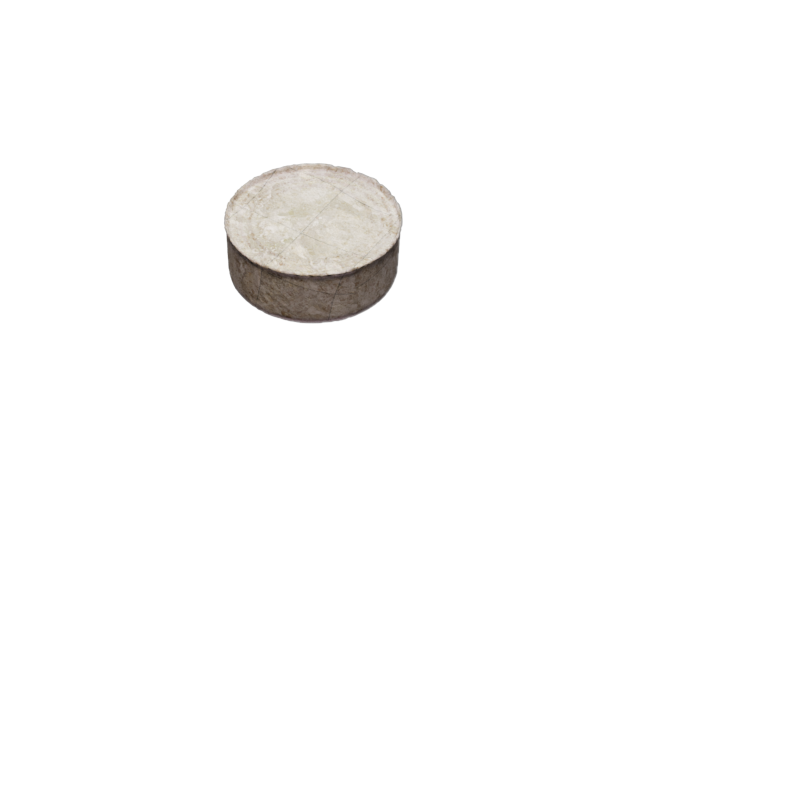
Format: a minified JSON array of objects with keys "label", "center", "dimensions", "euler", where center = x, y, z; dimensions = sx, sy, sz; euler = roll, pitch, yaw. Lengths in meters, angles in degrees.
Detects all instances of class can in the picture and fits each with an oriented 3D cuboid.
[{"label":"can","center":[-0.042,-0.077,0.542],"dimensions":[0.086,0.031,0.092],"euler":[-1,44,-1]}]
